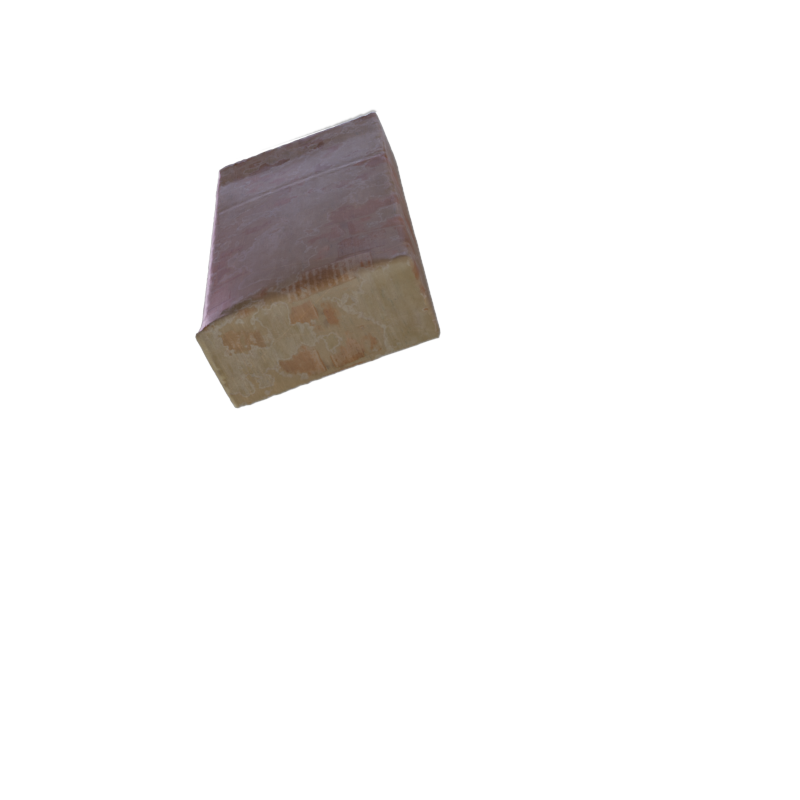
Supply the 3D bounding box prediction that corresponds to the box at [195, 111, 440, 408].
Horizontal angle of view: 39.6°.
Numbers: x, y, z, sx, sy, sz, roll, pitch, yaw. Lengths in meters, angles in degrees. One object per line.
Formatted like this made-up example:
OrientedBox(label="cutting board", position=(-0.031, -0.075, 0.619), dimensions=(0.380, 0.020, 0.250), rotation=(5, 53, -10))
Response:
OrientedBox(label="box", position=(-0.040, -0.074, 0.516), dimensions=(0.094, 0.045, 0.187), rotation=(-19, 29, 7))
